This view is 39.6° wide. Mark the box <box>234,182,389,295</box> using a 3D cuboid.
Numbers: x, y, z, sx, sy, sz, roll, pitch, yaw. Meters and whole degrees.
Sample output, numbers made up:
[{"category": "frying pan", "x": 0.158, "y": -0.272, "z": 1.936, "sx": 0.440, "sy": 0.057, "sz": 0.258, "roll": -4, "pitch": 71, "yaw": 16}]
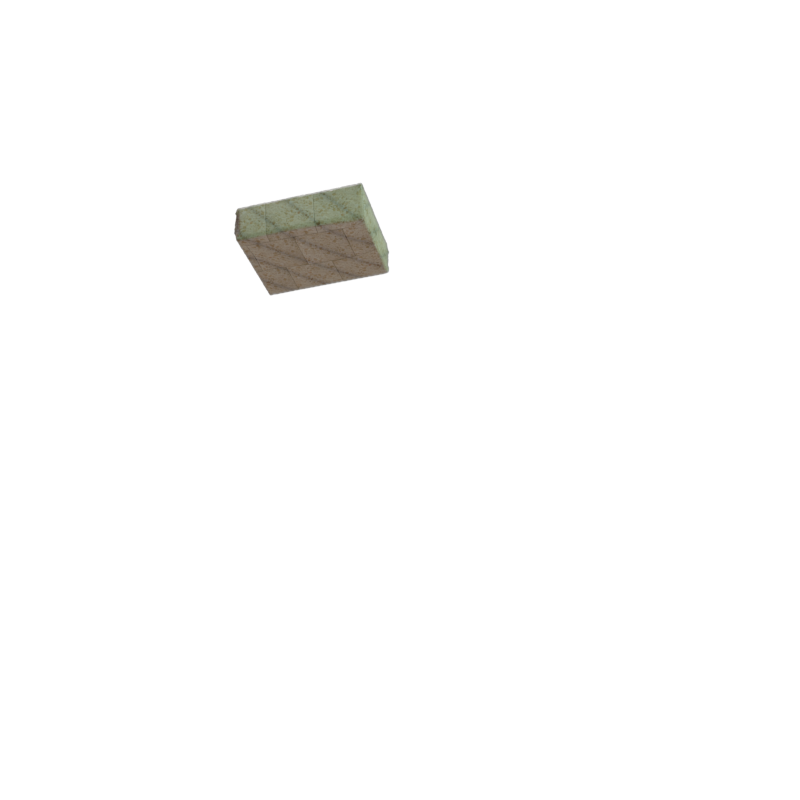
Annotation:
[{"category": "box", "x": -0.074, "y": -0.135, "z": 0.944, "sx": 0.115, "sy": 0.041, "sz": 0.083, "roll": -7, "pitch": -30, "yaw": 13}]
